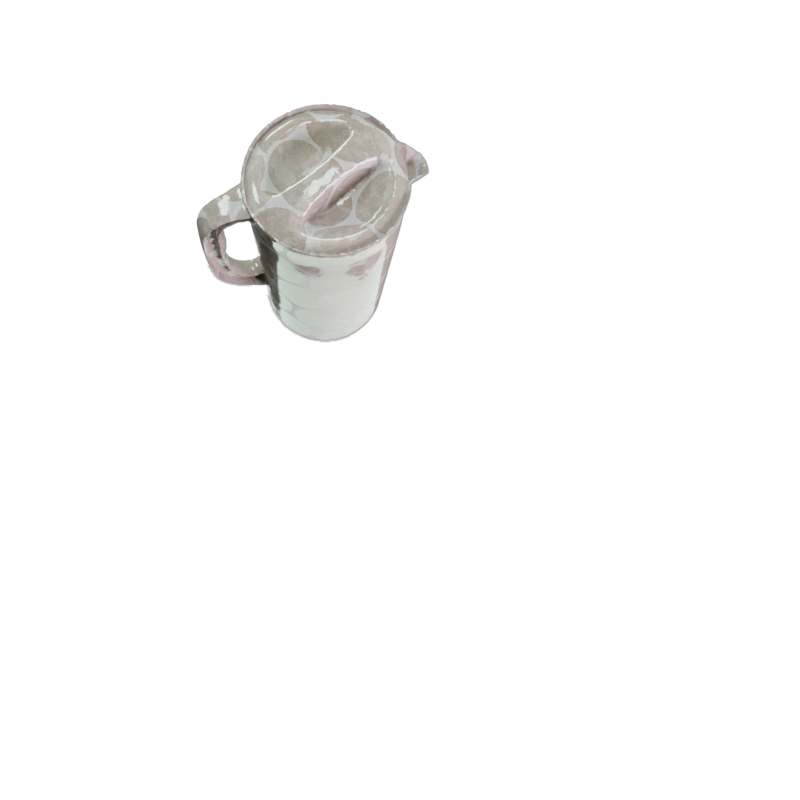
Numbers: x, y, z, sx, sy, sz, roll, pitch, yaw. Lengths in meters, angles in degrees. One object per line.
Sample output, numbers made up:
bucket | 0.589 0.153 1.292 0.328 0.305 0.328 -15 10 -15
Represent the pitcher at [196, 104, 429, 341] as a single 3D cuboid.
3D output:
pitcher | -0.075 -0.137 0.959 0.152 0.149 0.232 27 -19 6
